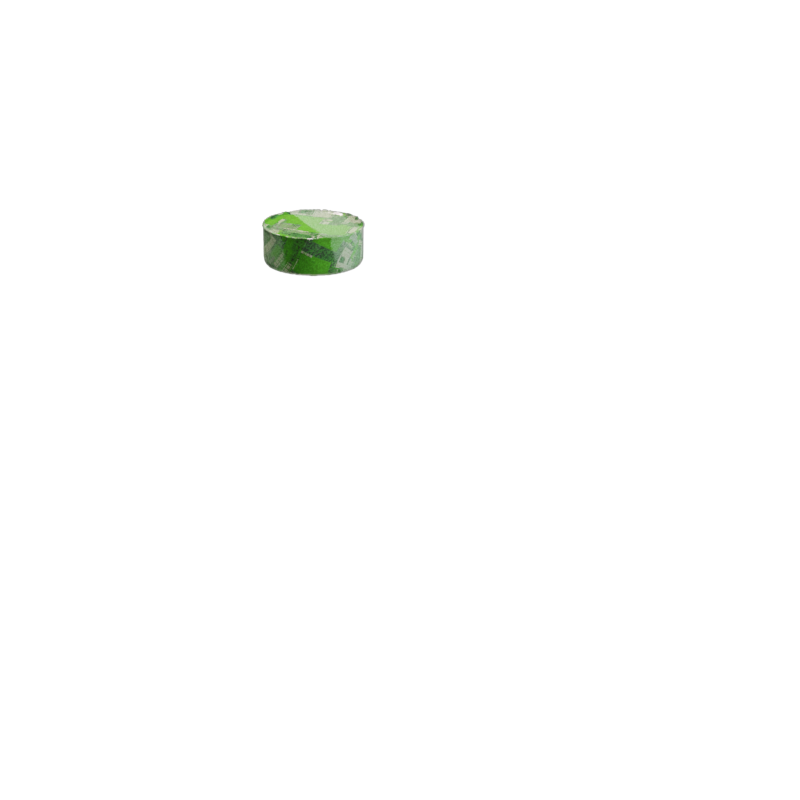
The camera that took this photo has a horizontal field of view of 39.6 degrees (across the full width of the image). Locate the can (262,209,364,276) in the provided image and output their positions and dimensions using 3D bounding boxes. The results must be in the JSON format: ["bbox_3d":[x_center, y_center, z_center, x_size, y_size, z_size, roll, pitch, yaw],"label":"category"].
[{"bbox_3d":[-0.073,-0.133,0.932,0.086,0.032,0.090,-1,24,-2],"label":"can"}]
